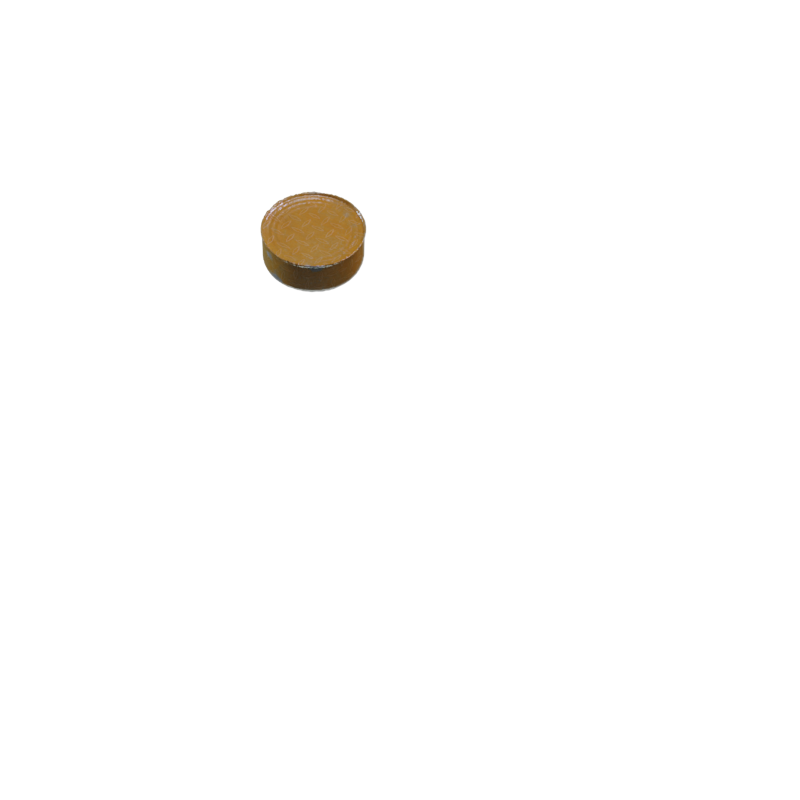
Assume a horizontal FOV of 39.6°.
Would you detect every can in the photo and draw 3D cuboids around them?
[{"bbox_3d":[-0.071,-0.130,0.910,0.086,0.092,0.031,-1,-41,-1],"label":"can"}]
